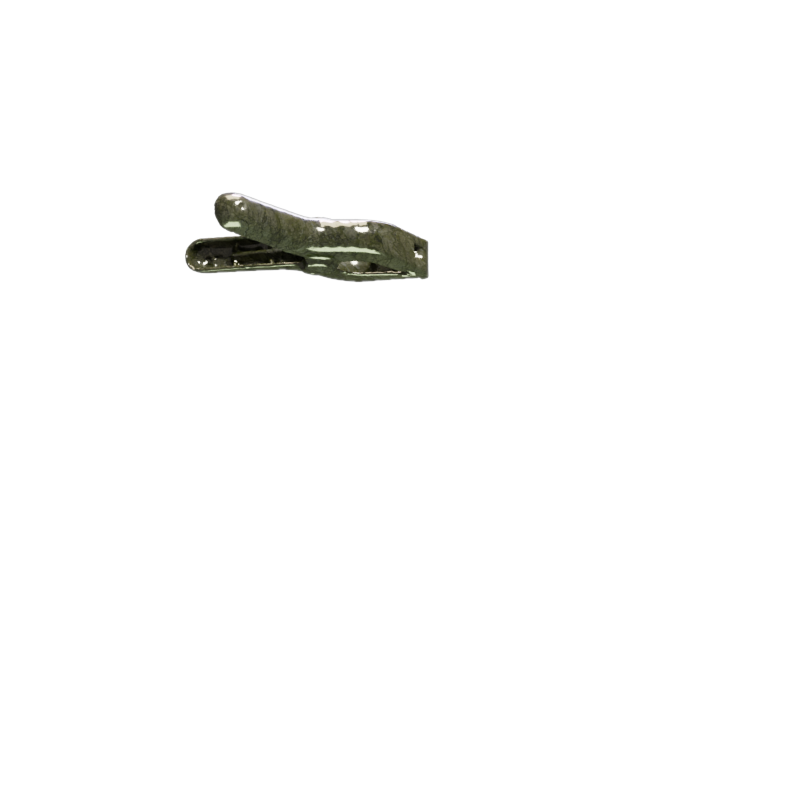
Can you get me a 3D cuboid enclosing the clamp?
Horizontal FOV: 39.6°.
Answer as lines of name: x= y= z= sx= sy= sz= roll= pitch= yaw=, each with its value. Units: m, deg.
clamp: x=-0.059 y=-0.108 z=0.754 sx=0.169 sy=0.040 sz=0.119 roll=1 pitch=-5 yaw=-9
